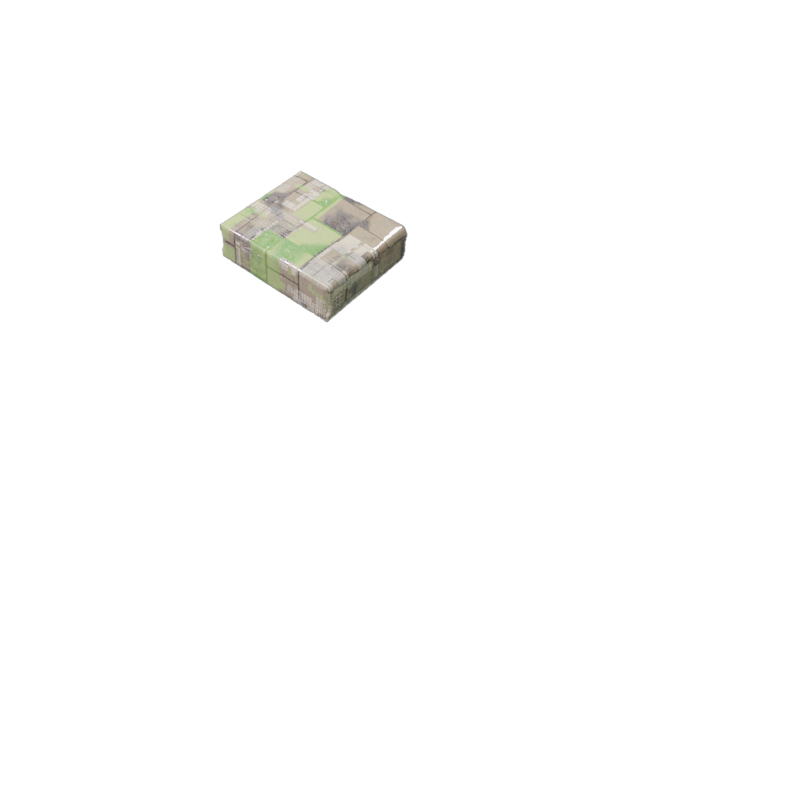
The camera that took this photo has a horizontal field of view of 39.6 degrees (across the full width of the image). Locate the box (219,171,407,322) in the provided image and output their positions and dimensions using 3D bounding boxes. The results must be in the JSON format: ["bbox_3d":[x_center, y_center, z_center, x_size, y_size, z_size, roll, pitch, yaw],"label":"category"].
[{"bbox_3d":[-0.052,-0.096,0.672,0.095,0.028,0.074,31,53,27],"label":"box"}]
